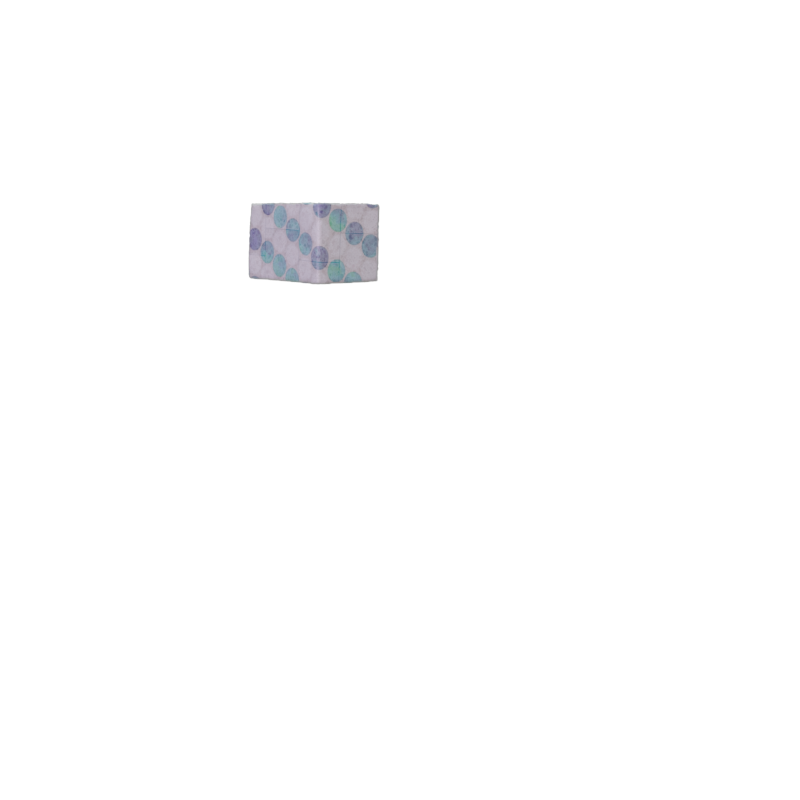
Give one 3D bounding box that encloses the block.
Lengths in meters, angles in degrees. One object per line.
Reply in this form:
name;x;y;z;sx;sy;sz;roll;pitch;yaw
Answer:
block;-0.057;-0.105;0.733;0.051;0.051;0.081;-5;8;-40
